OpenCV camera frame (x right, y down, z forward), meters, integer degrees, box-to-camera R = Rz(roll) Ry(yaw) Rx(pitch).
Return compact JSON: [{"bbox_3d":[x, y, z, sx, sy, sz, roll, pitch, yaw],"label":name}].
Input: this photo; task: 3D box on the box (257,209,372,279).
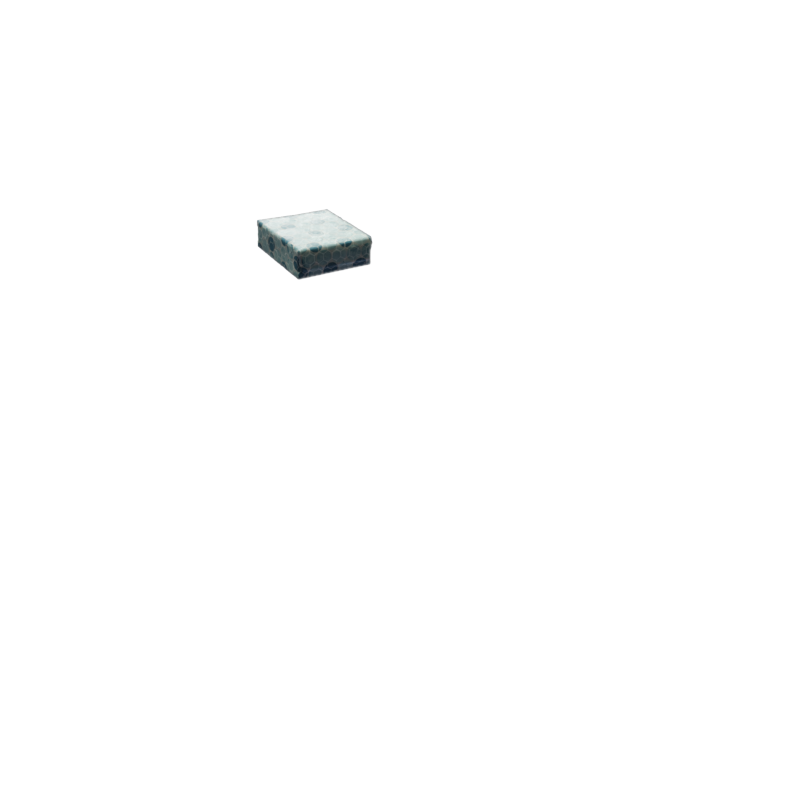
[{"bbox_3d":[-0.078,-0.142,0.994,0.072,0.029,0.096,-13,30,-25],"label":"box"}]
